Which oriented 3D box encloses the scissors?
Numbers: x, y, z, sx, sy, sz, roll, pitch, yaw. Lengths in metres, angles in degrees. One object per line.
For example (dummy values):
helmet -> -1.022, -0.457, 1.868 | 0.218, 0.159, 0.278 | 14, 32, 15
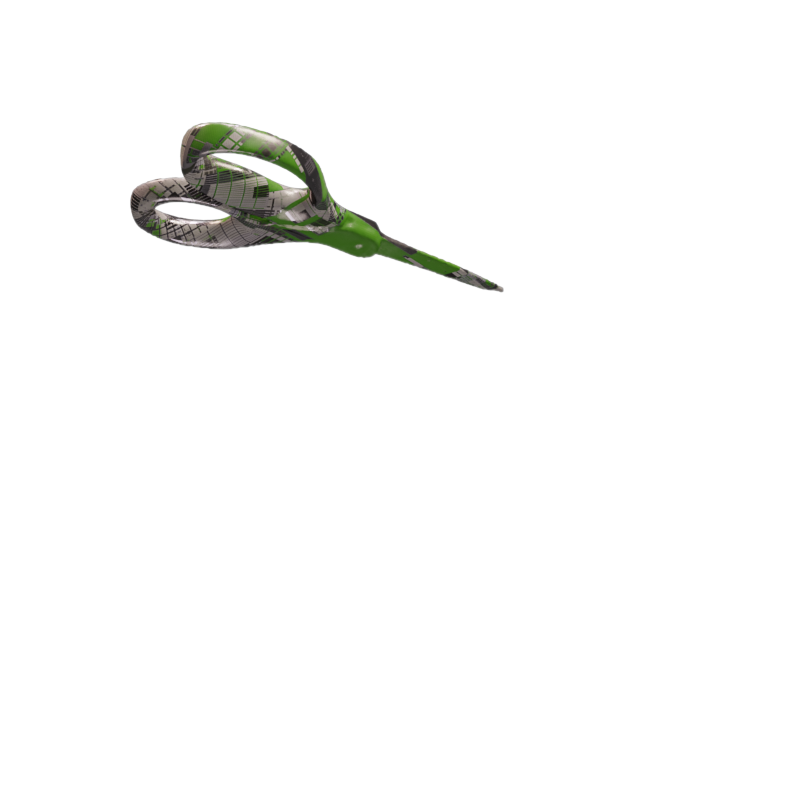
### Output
scissors -> -0.040, -0.073, 0.510 | 0.098, 0.017, 0.188 | -12, -23, 31
